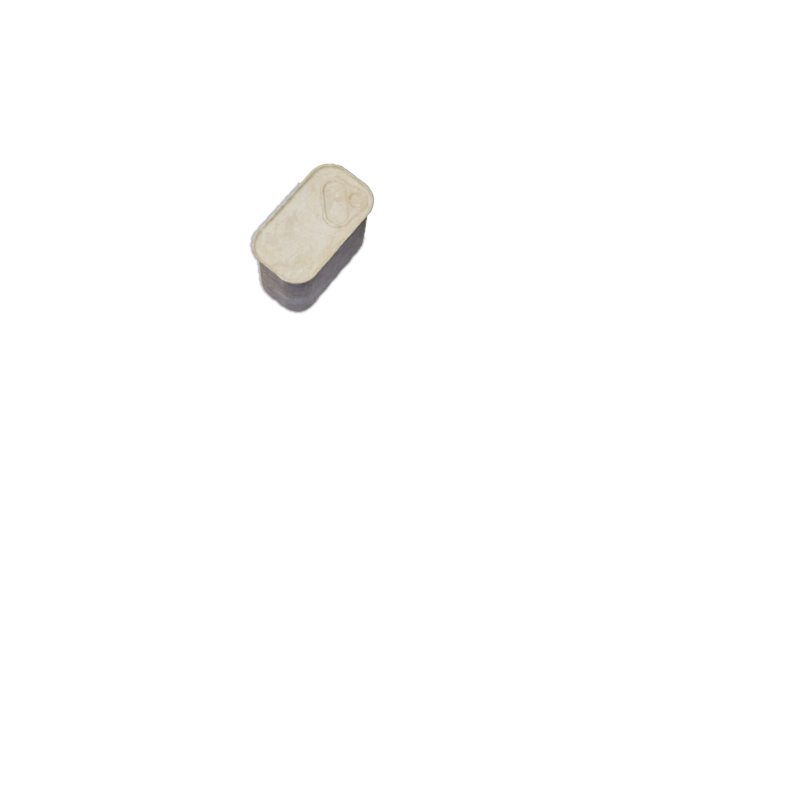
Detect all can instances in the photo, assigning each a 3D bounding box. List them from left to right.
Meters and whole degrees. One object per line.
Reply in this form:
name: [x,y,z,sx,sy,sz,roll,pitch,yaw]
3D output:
can: [-0.069,-0.126,0.884,0.059,0.103,0.080,37,-15,8]
